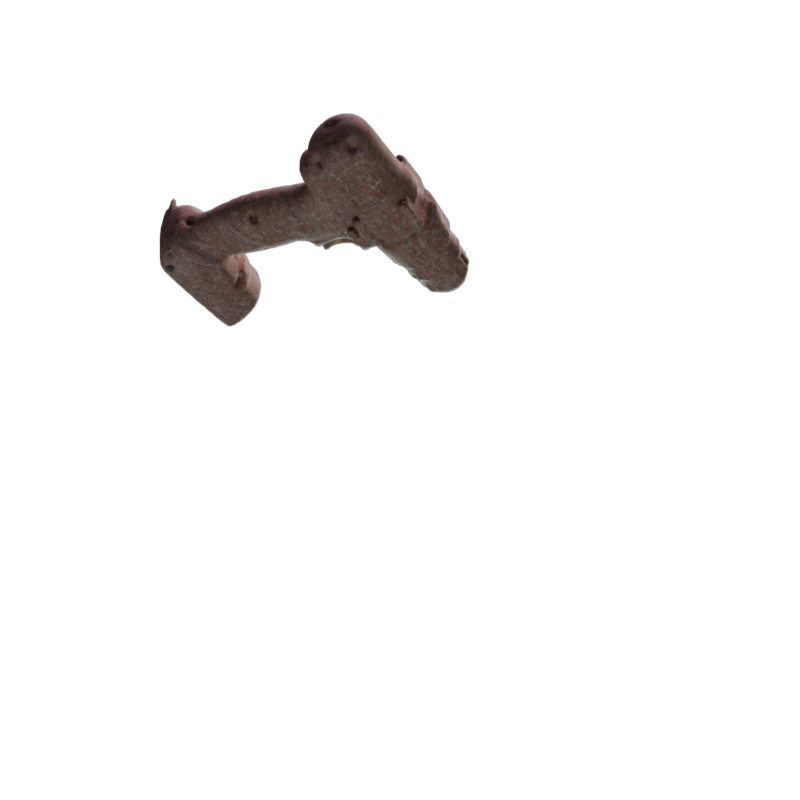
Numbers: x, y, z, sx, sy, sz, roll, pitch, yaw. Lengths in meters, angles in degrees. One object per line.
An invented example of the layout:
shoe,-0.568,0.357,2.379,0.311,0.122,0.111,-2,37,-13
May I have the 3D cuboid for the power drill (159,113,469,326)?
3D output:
power drill,-0.062,-0.113,0.794,0.189,0.061,0.170,-18,-40,23
